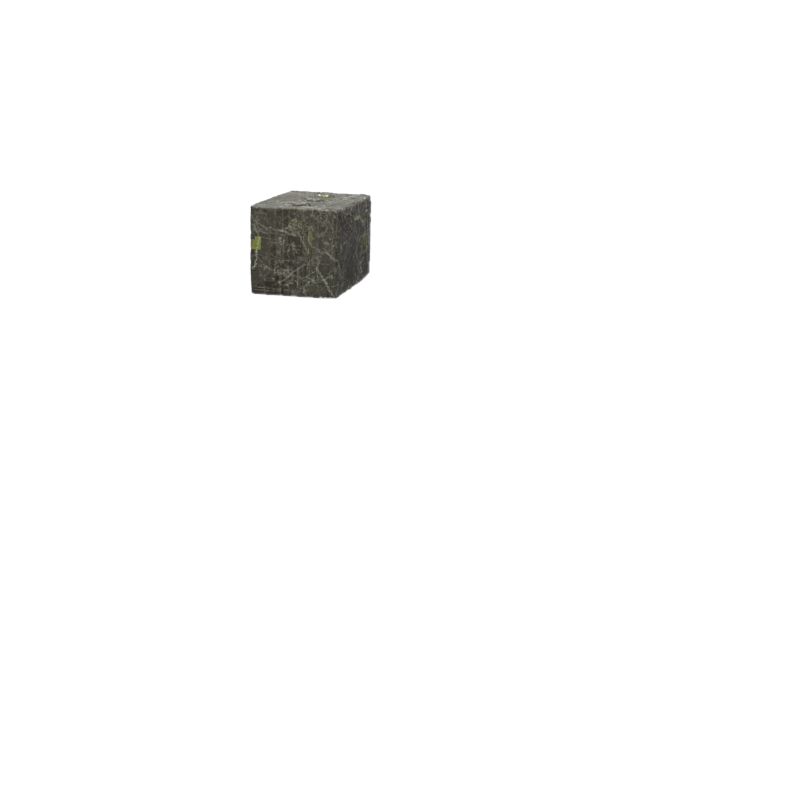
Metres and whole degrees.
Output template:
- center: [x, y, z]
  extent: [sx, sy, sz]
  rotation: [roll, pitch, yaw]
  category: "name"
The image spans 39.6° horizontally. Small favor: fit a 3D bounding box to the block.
- center: [-0.051, -0.093, 0.653]
  extent: [0.054, 0.050, 0.079]
  rotation: [4, 15, 13]
  category: "block"
